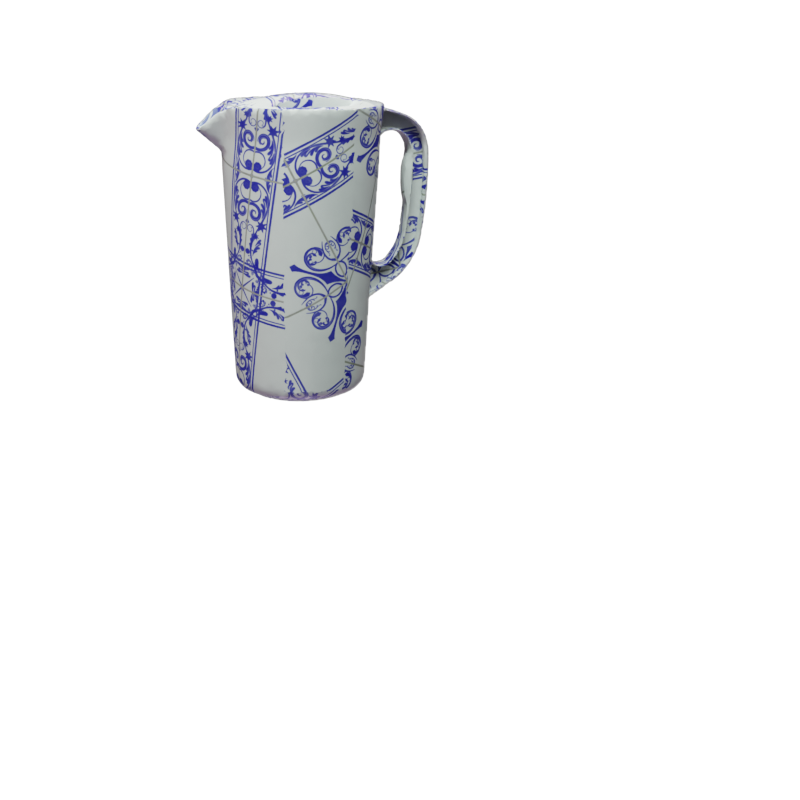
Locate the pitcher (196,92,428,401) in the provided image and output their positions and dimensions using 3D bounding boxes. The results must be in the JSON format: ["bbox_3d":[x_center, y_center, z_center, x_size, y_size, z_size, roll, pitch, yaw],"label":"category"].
[{"bbox_3d":[-0.071,-0.130,0.910,0.155,0.235,0.144,9,17,28],"label":"pitcher"}]
